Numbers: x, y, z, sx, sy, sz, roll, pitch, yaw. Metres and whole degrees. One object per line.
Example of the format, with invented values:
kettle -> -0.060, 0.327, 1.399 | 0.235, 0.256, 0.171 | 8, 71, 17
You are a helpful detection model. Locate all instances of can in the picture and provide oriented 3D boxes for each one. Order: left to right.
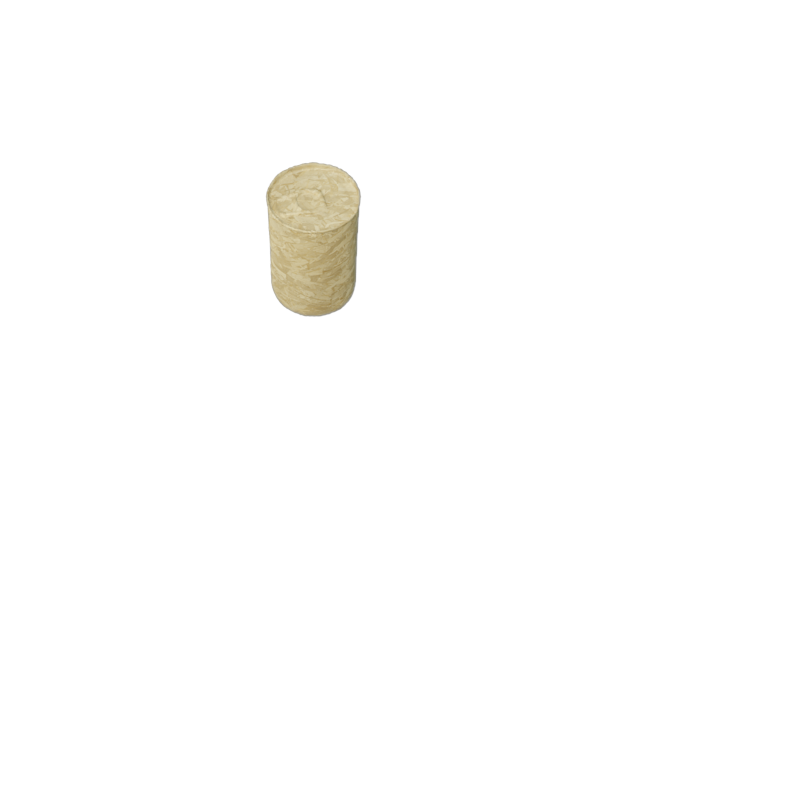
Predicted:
can -> -0.065, -0.118, 0.830 | 0.068, 0.073, 0.095 | 0, -36, -3
